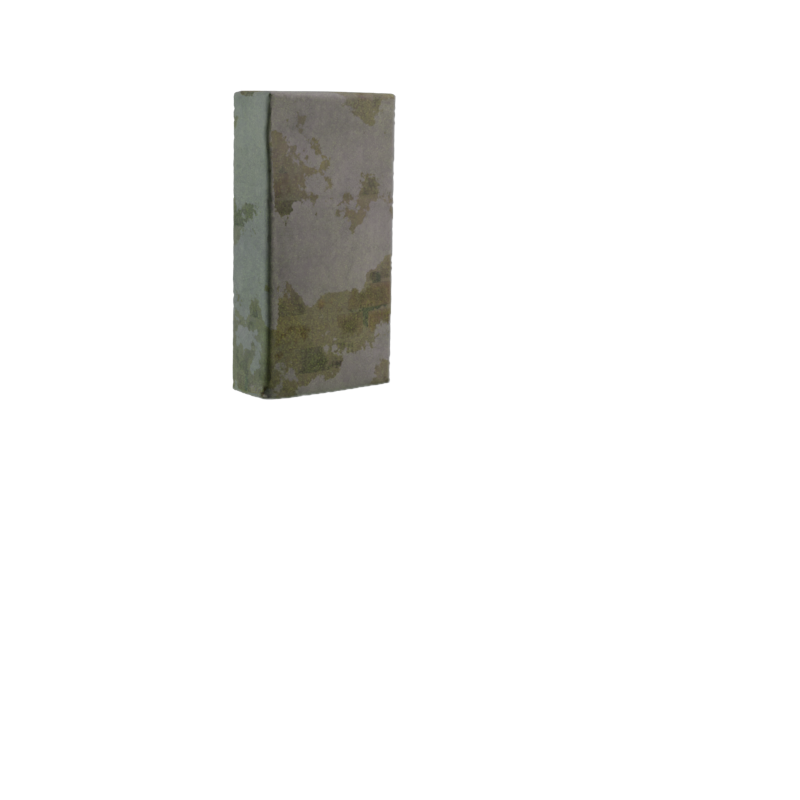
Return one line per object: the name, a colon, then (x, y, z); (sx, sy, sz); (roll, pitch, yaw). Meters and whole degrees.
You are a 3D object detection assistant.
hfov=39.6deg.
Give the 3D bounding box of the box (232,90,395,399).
box: (-0.051, -0.094, 0.655); (0.090, 0.174, 0.050); (-5, 7, -37)
